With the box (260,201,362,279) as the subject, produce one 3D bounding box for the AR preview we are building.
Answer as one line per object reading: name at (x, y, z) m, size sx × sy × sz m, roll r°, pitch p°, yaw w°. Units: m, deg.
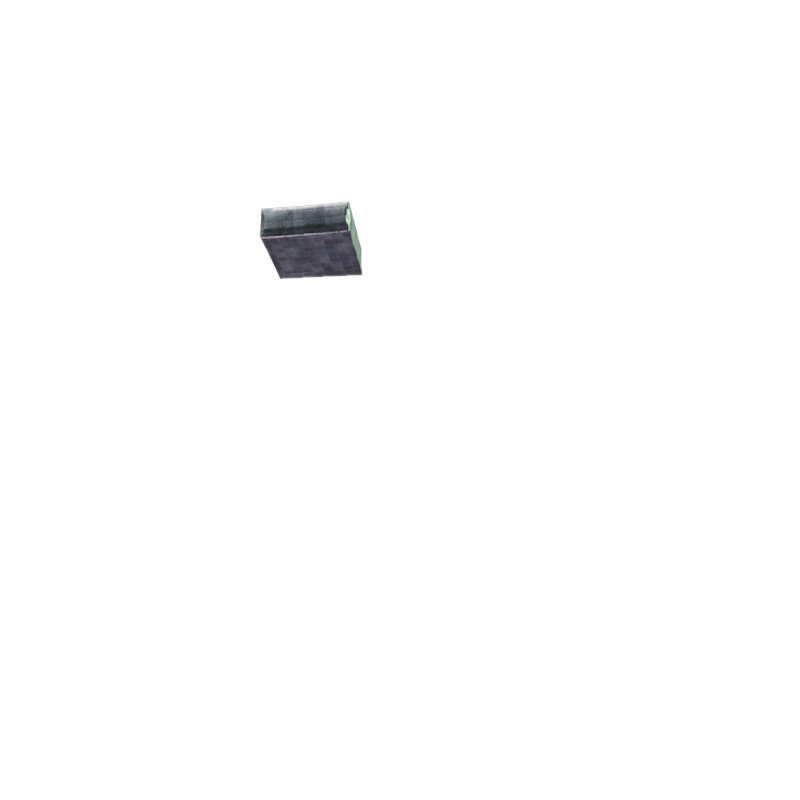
box at (-0.072, -0.132, 0.926) m, size 0.074 × 0.032 × 0.084 m, roll -3°, pitch -19°, yaw 7°
